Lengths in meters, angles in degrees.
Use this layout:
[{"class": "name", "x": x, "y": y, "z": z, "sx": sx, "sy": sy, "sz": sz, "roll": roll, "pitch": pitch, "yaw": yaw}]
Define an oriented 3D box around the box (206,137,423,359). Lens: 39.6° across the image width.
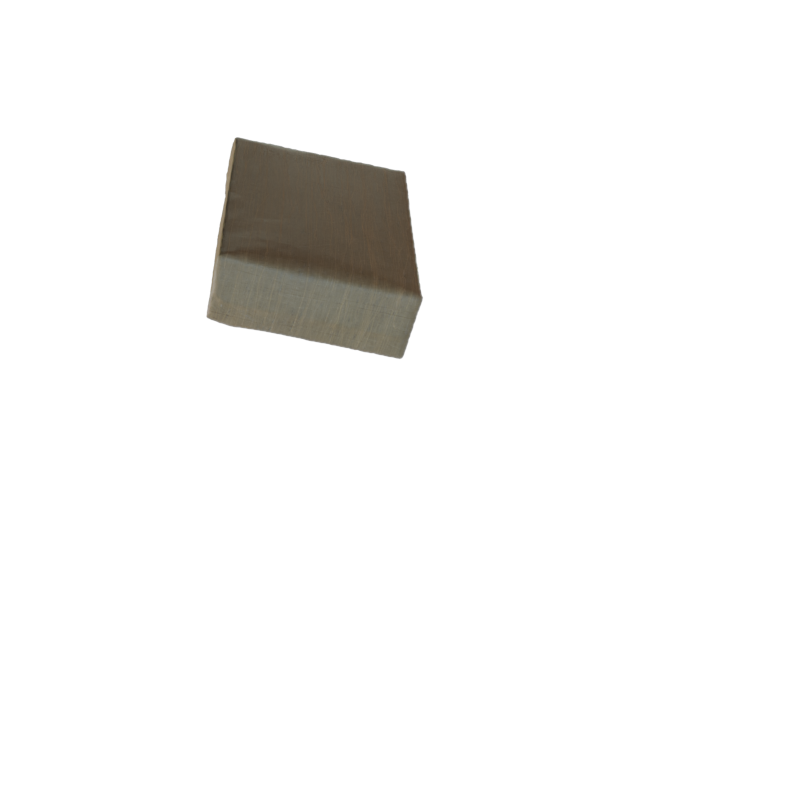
[{"class": "box", "x": -0.074, "y": -0.136, "z": 0.949, "sx": 0.162, "sy": 0.068, "sz": 0.228, "roll": 10, "pitch": 34, "yaw": -9}]
